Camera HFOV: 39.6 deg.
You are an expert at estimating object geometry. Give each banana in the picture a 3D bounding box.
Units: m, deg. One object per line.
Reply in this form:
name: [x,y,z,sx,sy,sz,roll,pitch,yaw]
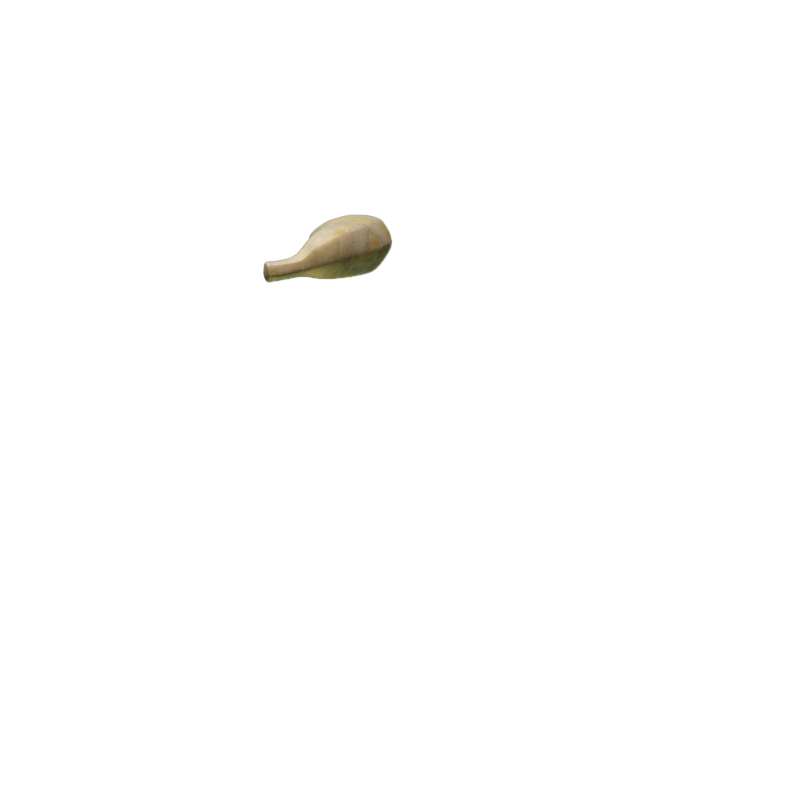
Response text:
banana: [-0.039,-0.103,0.727,0.070,0.036,0.199,1,11,4]
